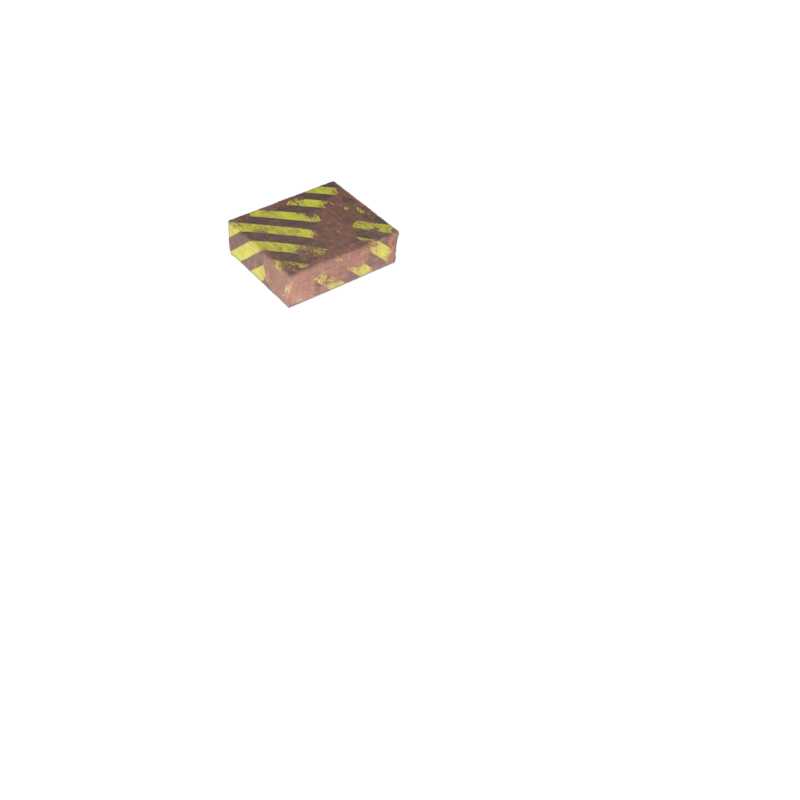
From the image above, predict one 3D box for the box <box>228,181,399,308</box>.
[{"bbox_3d":[-0.072,-0.131,0.915,0.113,0.036,0.097,-28,49,-28],"label":"box"}]
